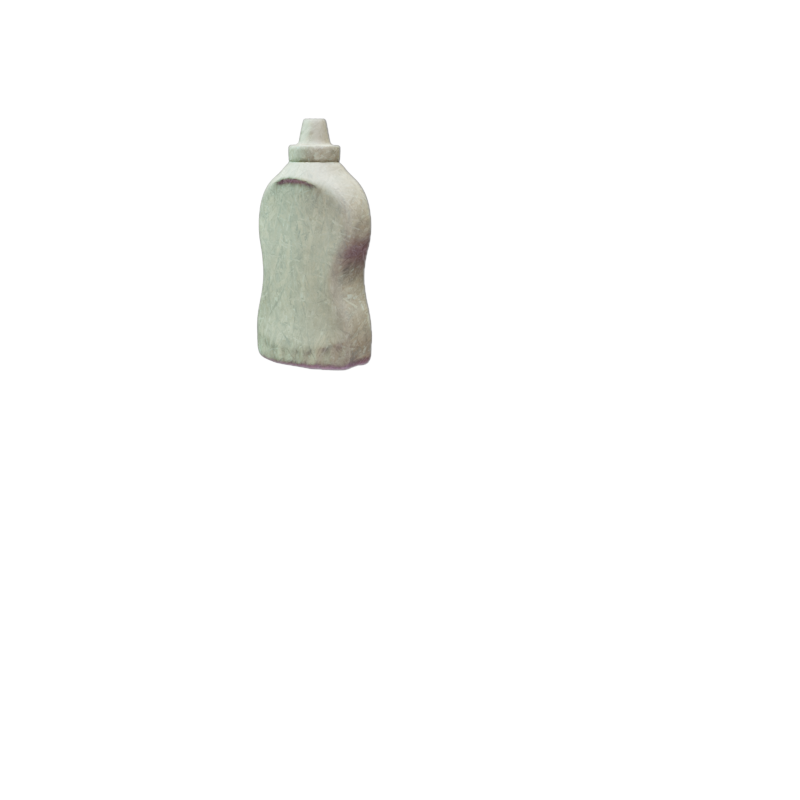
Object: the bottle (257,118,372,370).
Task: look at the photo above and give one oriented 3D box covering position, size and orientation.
[{"bbox_3d":[-0.068,-0.124,0.869,0.100,0.189,0.057,6,9,38],"label":"bottle"}]
